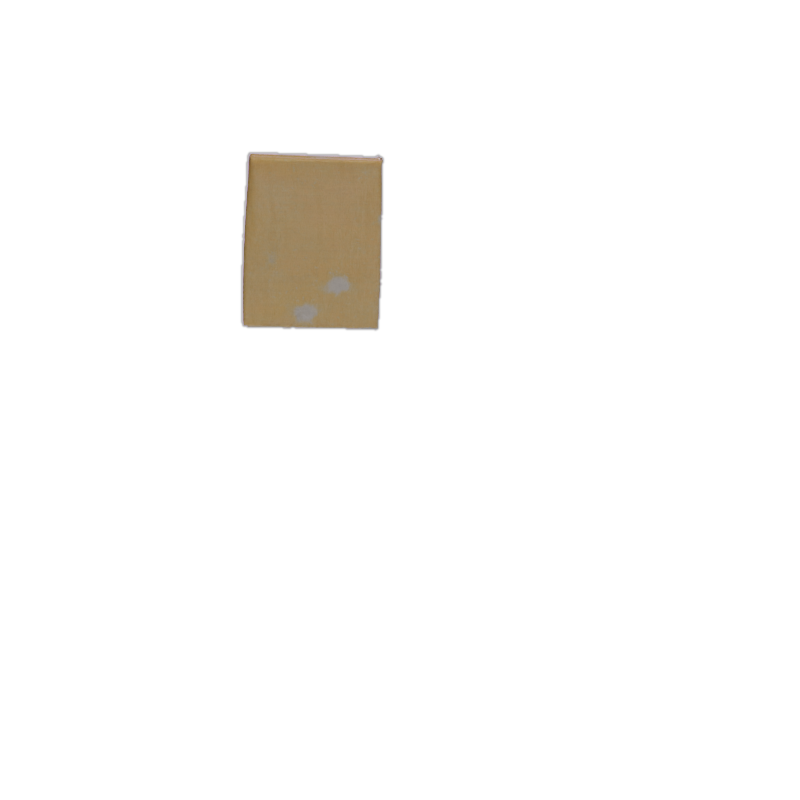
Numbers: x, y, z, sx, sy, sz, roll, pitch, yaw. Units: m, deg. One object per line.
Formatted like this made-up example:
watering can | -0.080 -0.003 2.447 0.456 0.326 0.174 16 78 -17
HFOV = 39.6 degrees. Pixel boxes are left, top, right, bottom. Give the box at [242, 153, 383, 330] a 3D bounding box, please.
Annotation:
box | -0.057 -0.103 0.722 0.090 0.111 0.040 2 10 -1
